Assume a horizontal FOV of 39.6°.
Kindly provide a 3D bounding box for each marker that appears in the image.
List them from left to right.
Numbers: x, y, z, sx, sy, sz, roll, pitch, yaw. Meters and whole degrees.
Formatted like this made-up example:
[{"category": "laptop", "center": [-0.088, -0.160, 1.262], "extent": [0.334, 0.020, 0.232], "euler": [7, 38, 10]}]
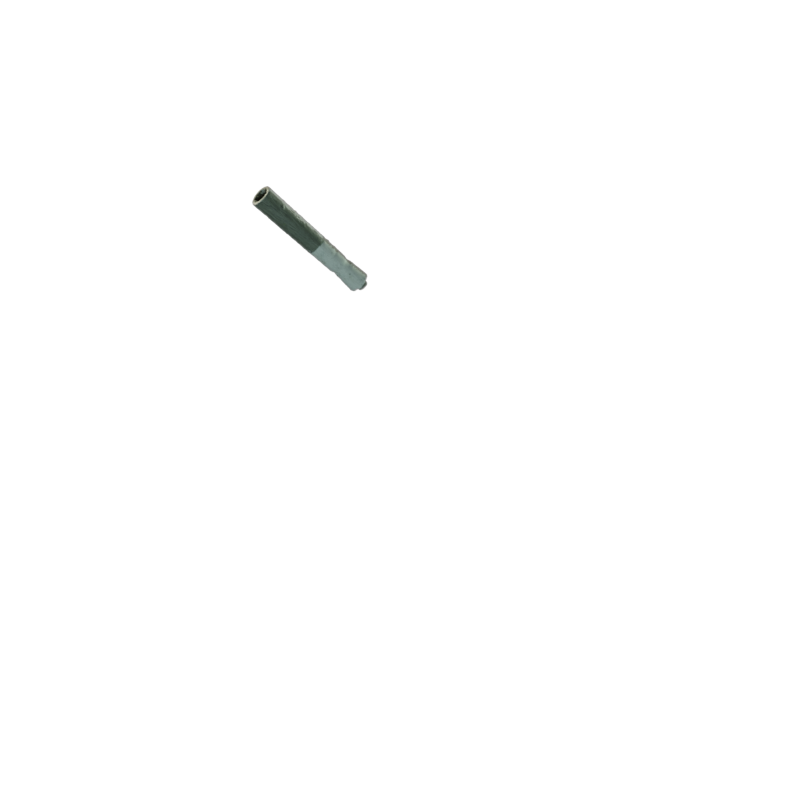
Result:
[{"category": "marker", "center": [-0.069, -0.126, 0.884], "extent": [0.114, 0.020, 0.020], "euler": [40, -18, -27]}]
